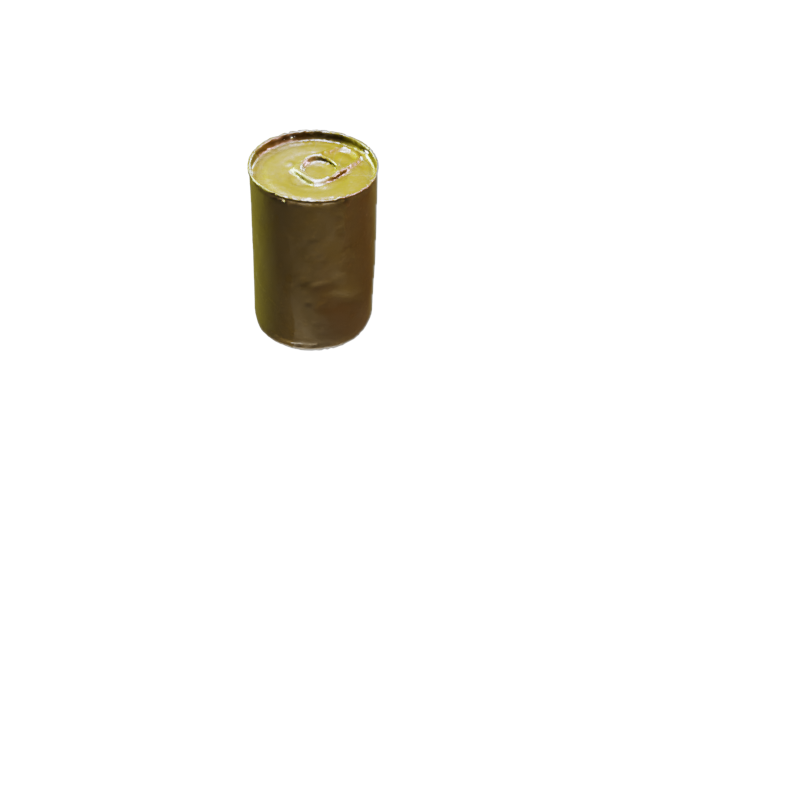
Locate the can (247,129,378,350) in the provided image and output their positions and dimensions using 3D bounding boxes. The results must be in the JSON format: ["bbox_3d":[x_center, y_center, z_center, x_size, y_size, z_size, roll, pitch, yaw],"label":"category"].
[{"bbox_3d":[-0.047,-0.086,0.602,0.068,0.095,0.073,0,41,-3],"label":"can"}]
